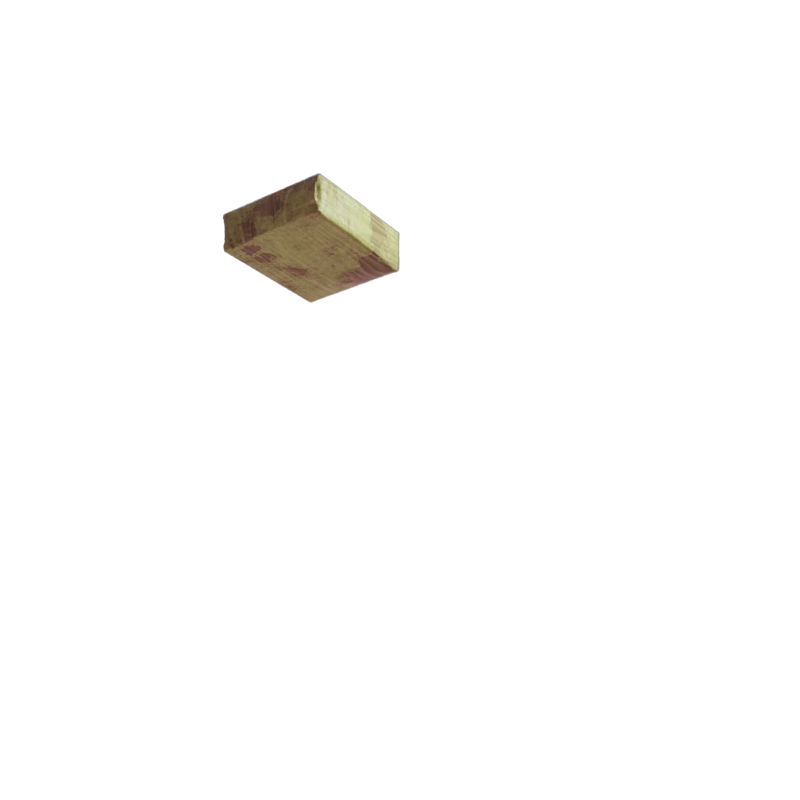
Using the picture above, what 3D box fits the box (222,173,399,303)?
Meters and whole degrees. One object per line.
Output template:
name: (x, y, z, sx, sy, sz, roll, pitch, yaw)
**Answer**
box: (-0.066, -0.120, 0.840, 0.091, 0.041, 0.105, -17, -30, 30)
